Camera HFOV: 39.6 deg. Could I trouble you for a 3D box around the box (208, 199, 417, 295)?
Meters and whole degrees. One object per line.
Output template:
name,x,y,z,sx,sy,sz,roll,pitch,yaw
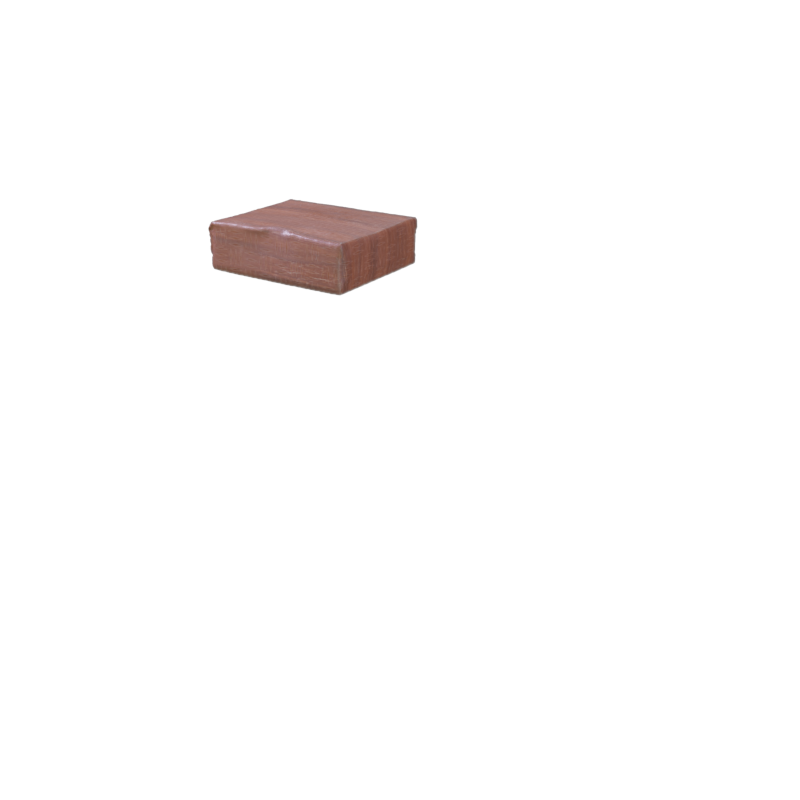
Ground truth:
box,-0.047,-0.086,0.602,0.094,0.029,0.072,14,25,32
